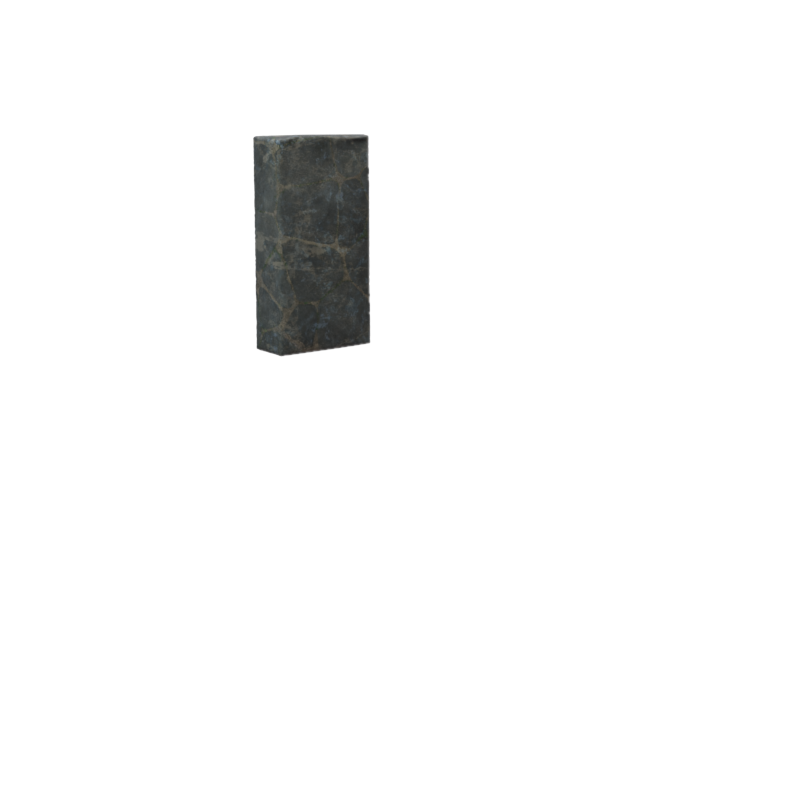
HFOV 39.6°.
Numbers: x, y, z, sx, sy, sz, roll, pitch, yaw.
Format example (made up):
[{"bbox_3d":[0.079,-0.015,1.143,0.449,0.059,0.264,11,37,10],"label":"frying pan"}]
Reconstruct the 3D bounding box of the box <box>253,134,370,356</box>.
[{"bbox_3d":[-0.072,-0.131,0.915,0.091,0.173,0.050,-7,11,-36],"label":"box"}]
